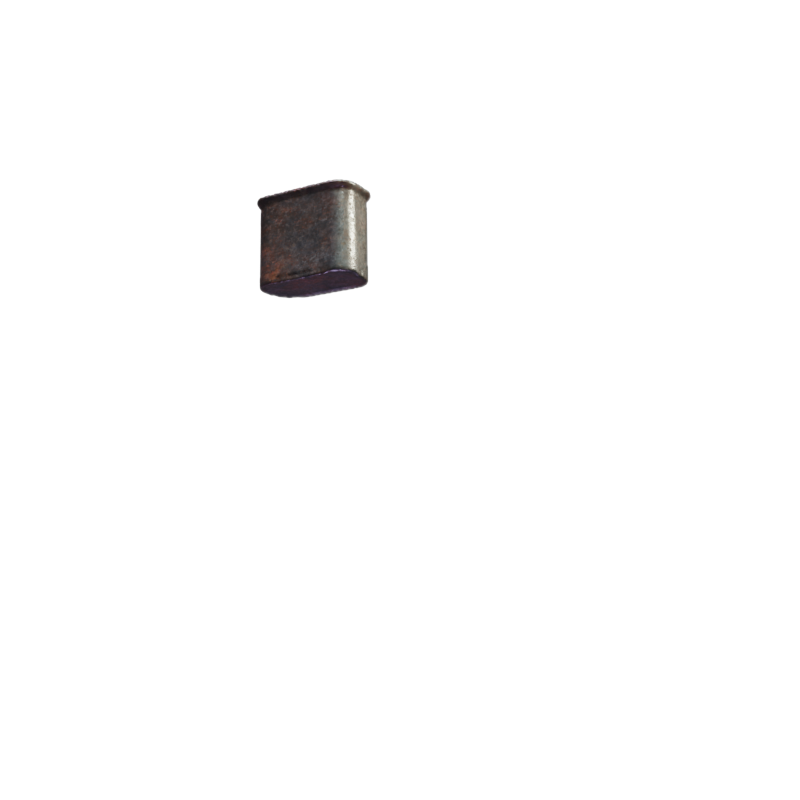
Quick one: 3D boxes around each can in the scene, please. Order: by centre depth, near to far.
[{"bbox_3d":[-0.077,-0.140,0.984,0.104,0.088,0.054,-9,-19,29],"label":"can"}]
